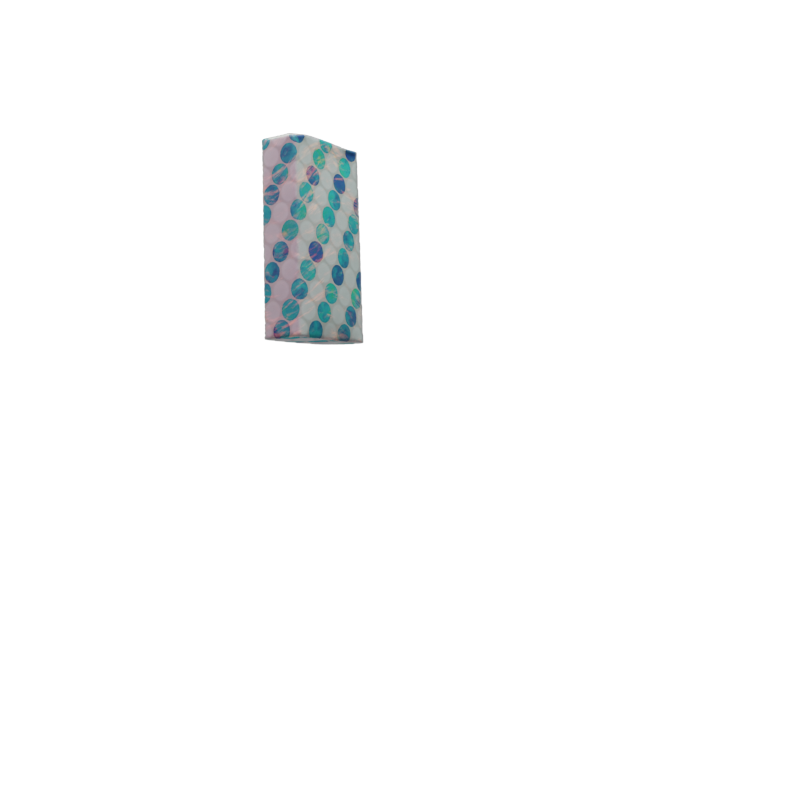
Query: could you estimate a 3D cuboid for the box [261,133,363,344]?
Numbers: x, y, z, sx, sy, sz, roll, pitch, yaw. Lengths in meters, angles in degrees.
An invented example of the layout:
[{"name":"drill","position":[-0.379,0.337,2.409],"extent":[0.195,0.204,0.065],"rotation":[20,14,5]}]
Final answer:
[{"name":"box","position":[-0.076,-0.138,0.968],"extent":[0.049,0.180,0.089],"rotation":[-7,-10,35]}]
